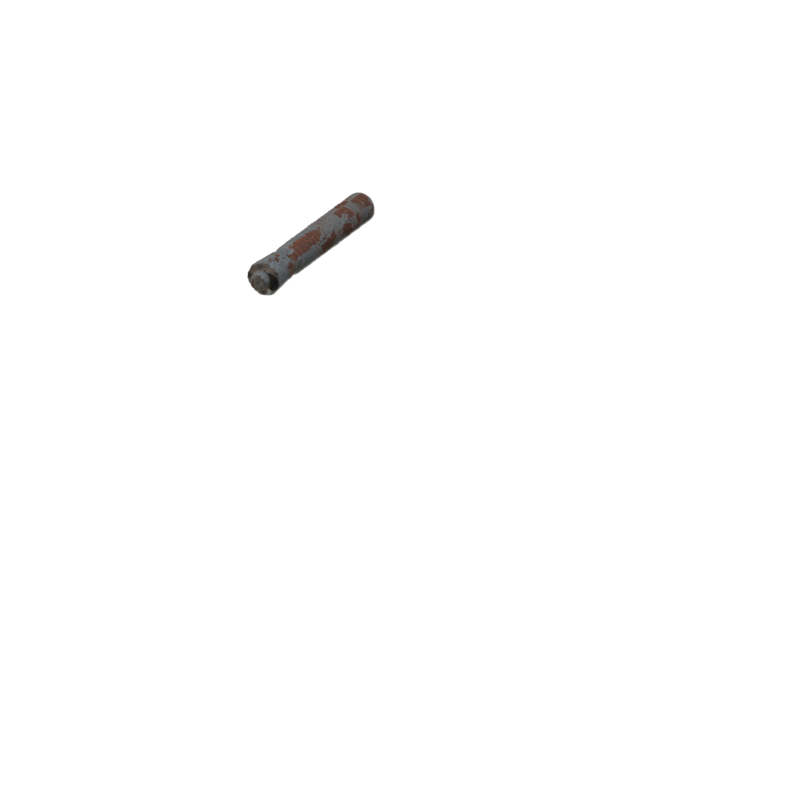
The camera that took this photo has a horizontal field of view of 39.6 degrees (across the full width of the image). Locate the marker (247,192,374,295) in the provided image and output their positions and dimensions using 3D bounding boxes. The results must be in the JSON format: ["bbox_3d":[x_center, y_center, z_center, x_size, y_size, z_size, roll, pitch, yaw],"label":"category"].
[{"bbox_3d":[-0.047,-0.086,0.605,0.020,0.019,0.123,1,27,26],"label":"marker"}]
